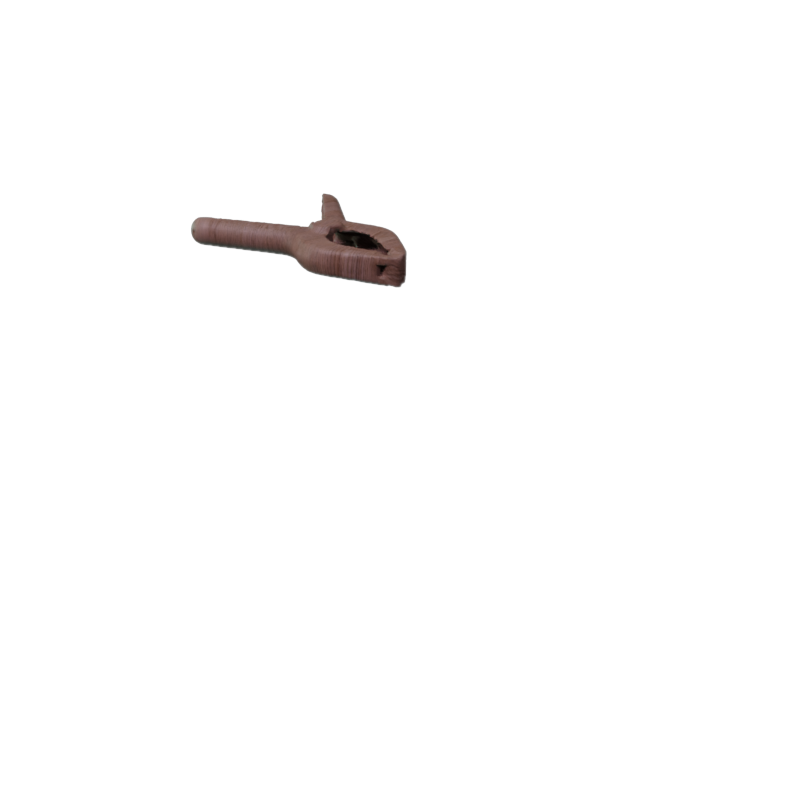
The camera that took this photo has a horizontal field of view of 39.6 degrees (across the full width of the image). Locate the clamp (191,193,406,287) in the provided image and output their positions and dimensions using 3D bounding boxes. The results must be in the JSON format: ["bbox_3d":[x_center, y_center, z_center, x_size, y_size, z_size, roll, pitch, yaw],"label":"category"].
[{"bbox_3d":[-0.077,-0.141,0.985,0.161,0.035,0.224,-15,29,-30],"label":"clamp"}]
